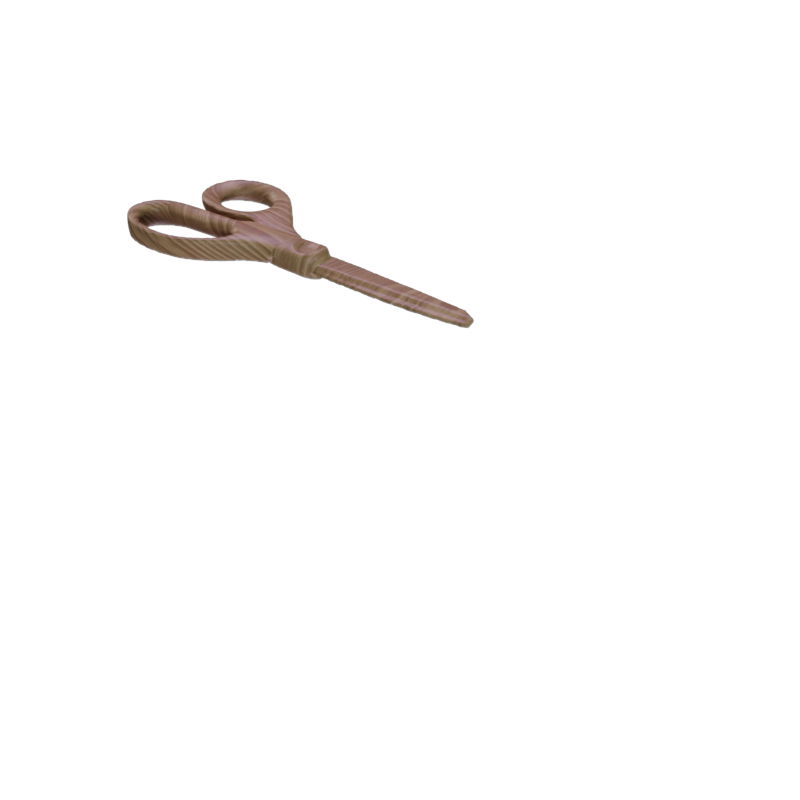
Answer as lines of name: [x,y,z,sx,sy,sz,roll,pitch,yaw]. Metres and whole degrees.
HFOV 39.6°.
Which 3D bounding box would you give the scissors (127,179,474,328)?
scissors: [-0.044,-0.080,0.564,0.210,0.015,0.098,14,34,22]
